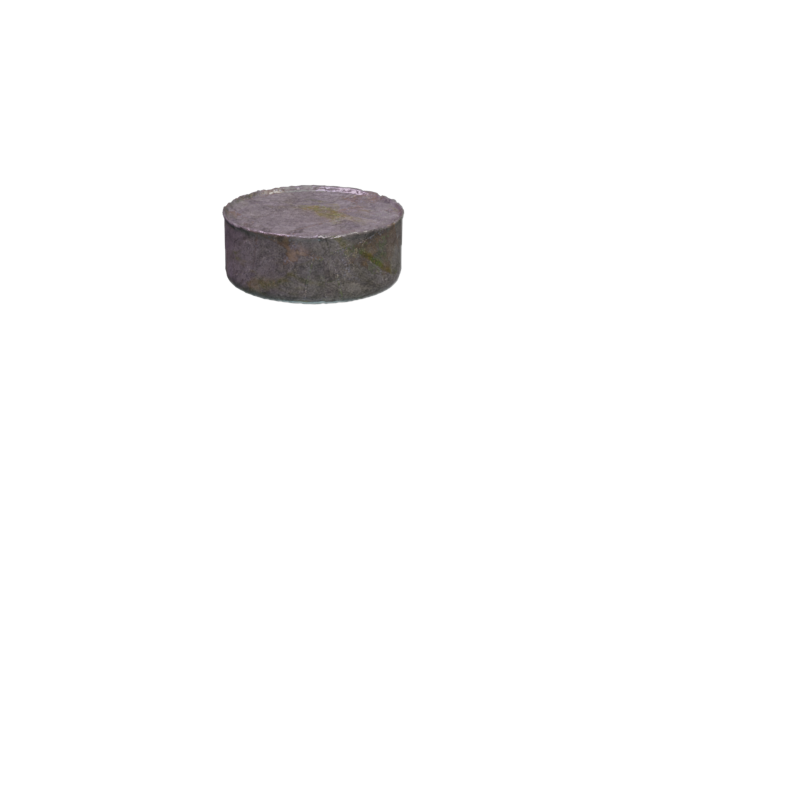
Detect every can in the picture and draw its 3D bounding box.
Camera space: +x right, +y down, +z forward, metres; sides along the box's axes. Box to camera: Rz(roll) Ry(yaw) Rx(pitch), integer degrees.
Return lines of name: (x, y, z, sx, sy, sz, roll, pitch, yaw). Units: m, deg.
can: (-0.041, -0.075, 0.528, 0.086, 0.032, 0.090, -1, 24, -2)
